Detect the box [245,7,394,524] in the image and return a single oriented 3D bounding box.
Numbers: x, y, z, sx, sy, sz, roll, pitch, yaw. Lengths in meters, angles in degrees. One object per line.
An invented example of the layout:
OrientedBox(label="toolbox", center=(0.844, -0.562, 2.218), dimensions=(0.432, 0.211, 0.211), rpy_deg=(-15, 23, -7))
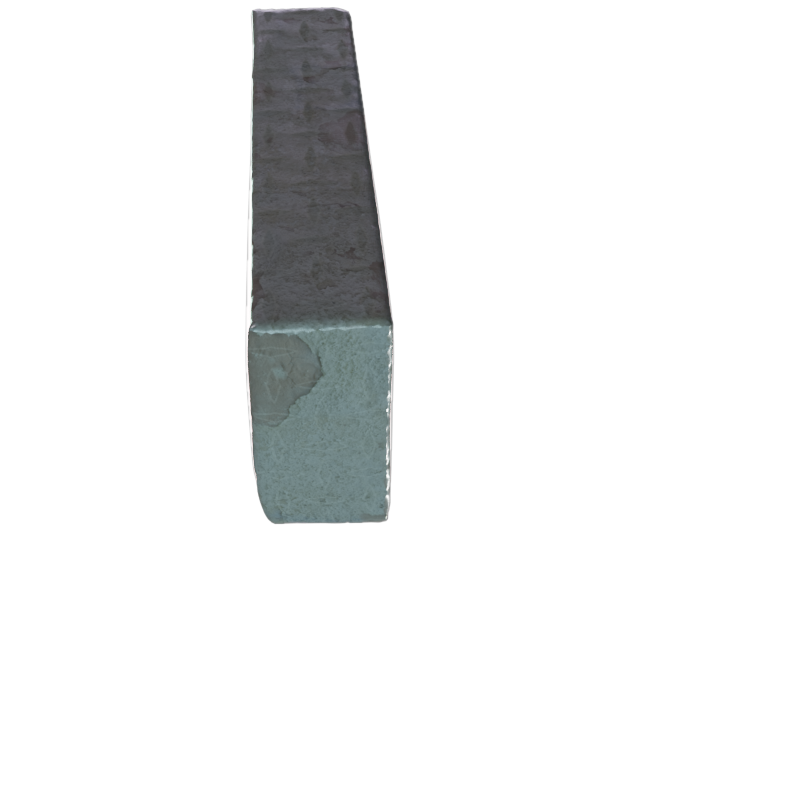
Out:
OrientedBox(label="box", center=(-0.030, -0.056, 0.389), dimensions=(0.048, 0.189, 0.087), rpy_deg=(-1, -45, -3))
